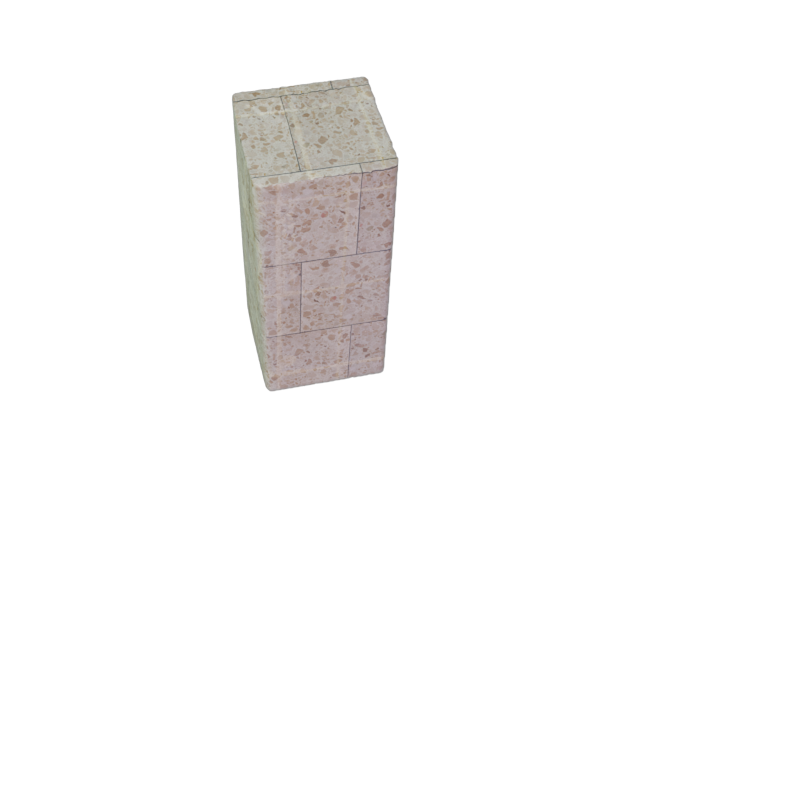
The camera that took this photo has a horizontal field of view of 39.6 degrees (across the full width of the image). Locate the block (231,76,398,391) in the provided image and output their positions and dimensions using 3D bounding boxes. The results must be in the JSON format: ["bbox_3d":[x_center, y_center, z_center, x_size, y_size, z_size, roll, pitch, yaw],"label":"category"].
[{"bbox_3d":[-0.059,-0.107,0.753,0.090,0.097,0.192,-9,-38,-10],"label":"block"}]
